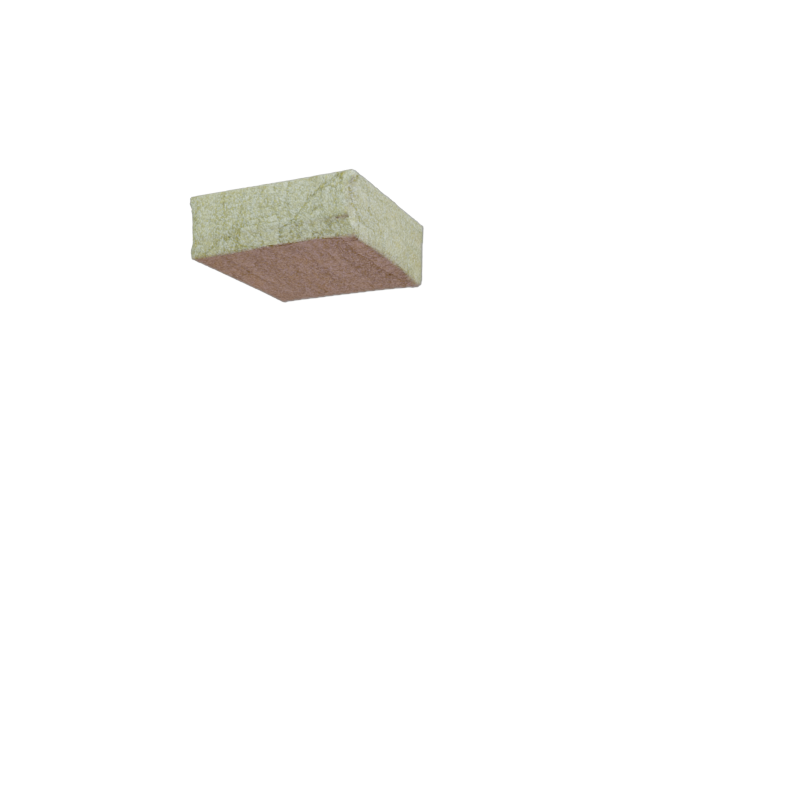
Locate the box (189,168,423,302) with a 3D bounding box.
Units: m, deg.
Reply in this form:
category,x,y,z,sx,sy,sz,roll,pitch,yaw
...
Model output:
category,x,y,z,sx,sy,sz,roll,pitch,yaw
box,-0.046,-0.084,0.586,0.092,0.040,0.107,-4,-11,21
